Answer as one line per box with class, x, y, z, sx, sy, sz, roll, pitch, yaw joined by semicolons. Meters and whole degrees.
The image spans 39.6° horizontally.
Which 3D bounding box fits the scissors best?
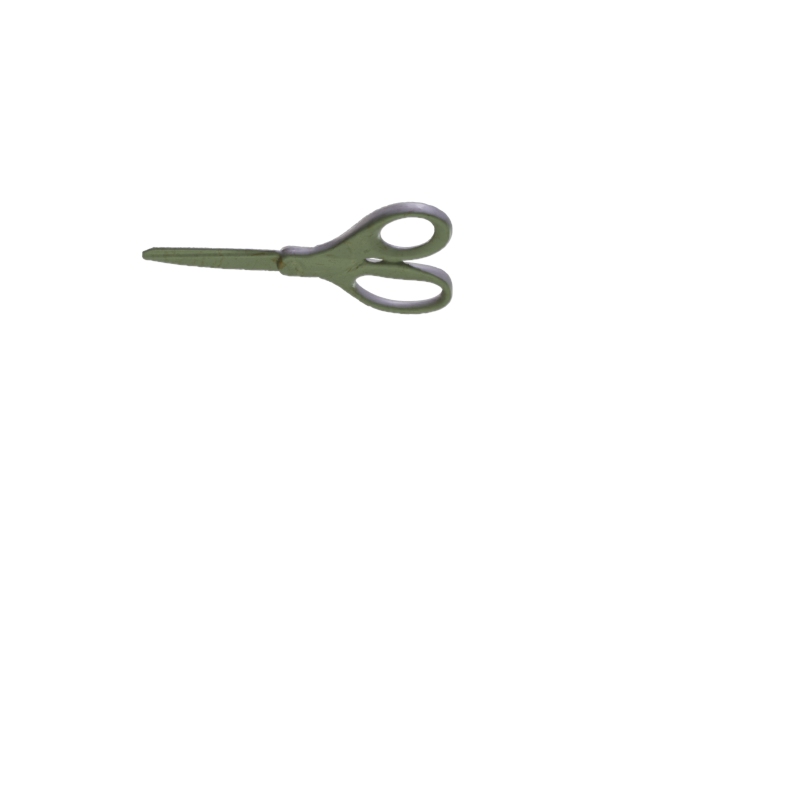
scissors;-0.055;-0.101;0.704;0.197;0.092;0.017;14;41;-13
